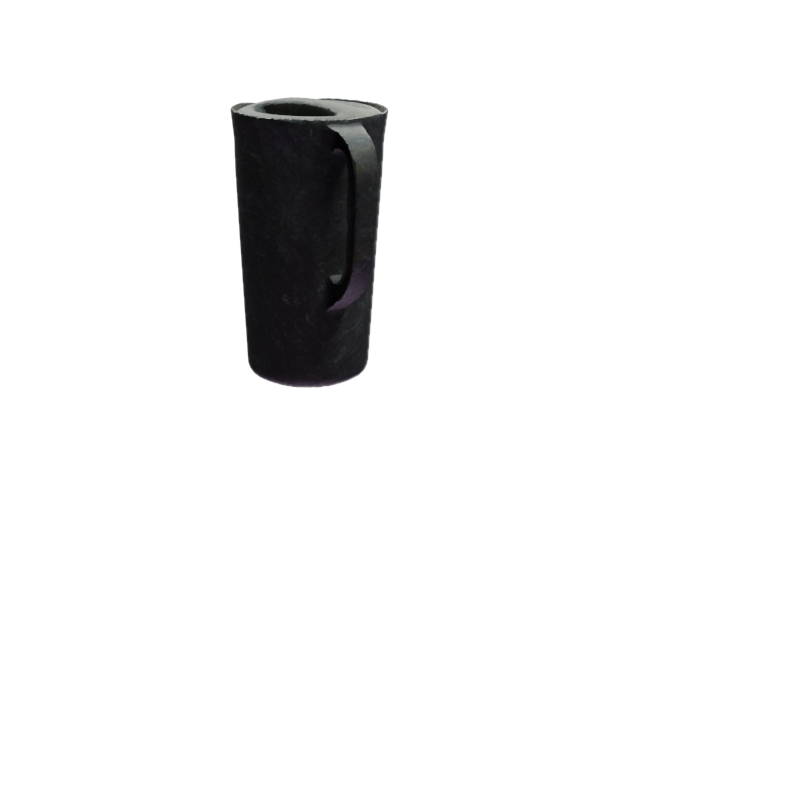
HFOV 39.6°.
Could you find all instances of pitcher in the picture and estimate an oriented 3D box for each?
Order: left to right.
[{"bbox_3d":[-0.075,-0.136,0.955,0.148,0.234,0.151,6,18,15],"label":"pitcher"}]
